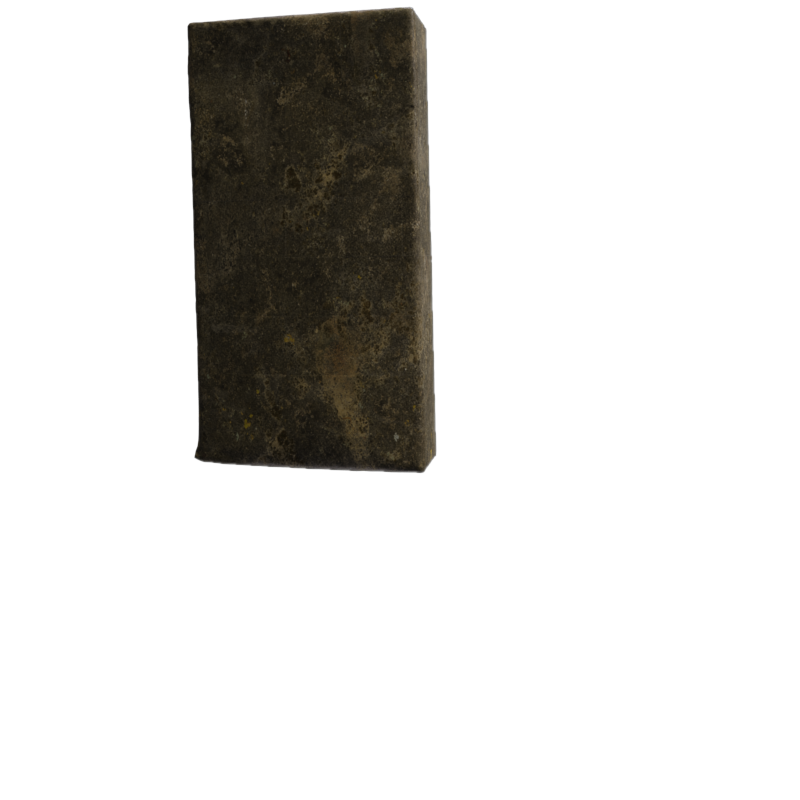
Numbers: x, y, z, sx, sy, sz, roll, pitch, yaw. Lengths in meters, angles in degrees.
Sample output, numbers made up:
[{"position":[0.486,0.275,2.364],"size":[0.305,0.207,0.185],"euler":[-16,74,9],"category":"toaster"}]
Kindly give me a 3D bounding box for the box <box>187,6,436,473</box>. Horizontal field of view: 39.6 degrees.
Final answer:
[{"position":[-0.034,-0.063,0.443],"size":[0.095,0.177,0.047],"euler":[0,-2,13],"category":"box"}]
